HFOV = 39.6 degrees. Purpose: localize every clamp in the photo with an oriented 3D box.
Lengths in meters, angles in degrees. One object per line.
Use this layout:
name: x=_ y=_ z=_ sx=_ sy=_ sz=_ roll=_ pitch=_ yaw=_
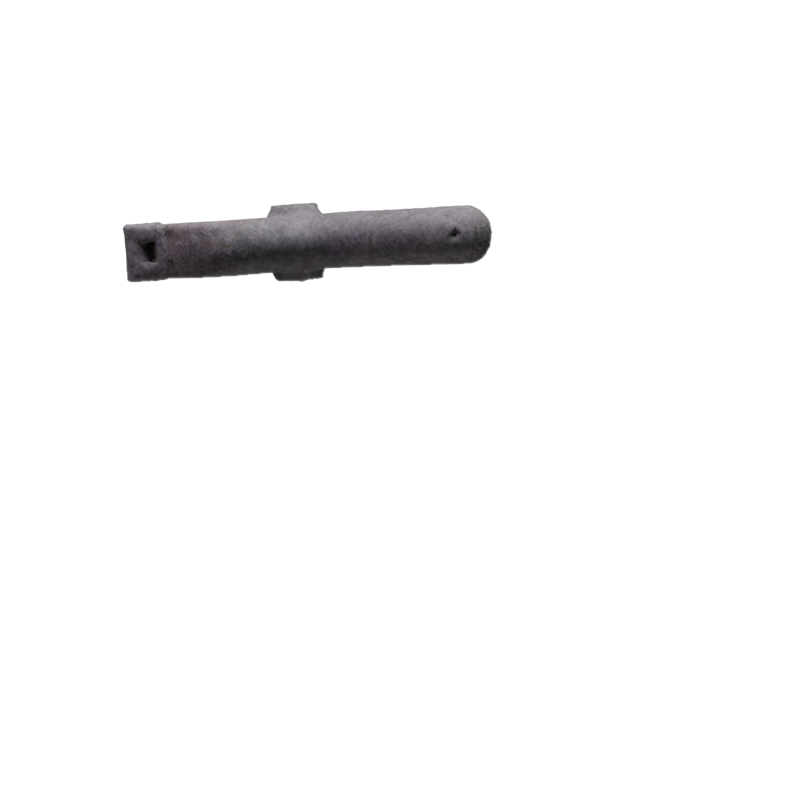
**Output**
clamp: x=-0.041 y=-0.075 z=0.528 sx=0.174 sy=0.039 sz=0.118 roll=1 pitch=3 yaw=10
